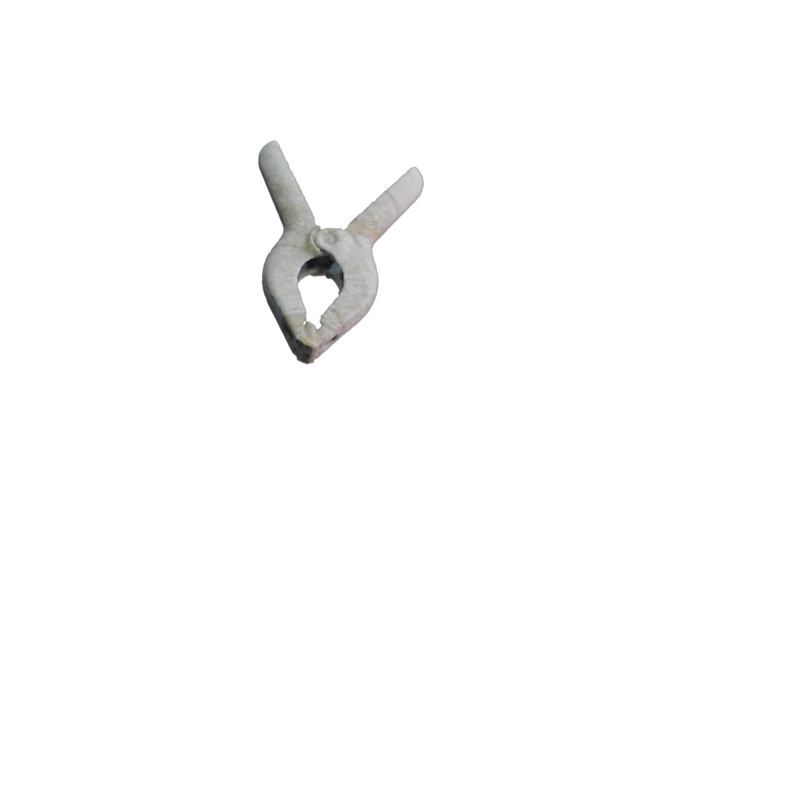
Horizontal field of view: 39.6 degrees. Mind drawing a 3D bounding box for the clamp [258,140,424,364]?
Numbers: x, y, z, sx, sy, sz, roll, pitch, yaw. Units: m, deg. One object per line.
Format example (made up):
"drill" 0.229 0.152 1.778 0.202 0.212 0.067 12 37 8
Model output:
"clamp" -0.060 -0.110 0.769 0.122 0.180 0.037 13 -33 9
